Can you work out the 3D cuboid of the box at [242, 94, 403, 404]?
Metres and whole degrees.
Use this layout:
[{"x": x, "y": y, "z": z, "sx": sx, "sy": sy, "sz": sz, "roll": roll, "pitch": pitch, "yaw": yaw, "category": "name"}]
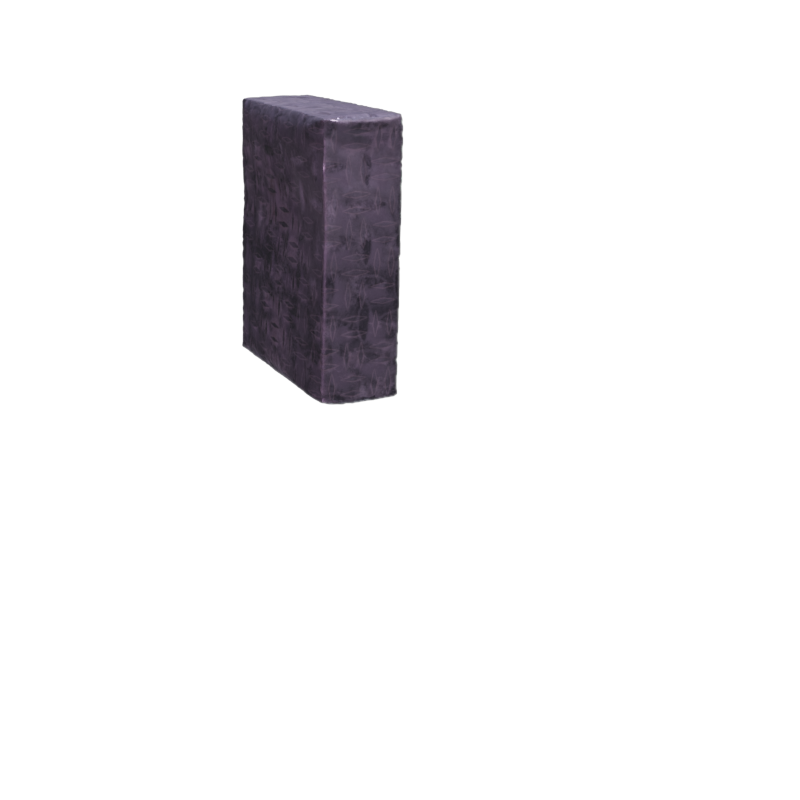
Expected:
[{"x": -0.068, "y": -0.123, "z": 0.863, "sx": 0.070, "sy": 0.207, "sz": 0.174, "roll": -6, "pitch": 17, "yaw": -27, "category": "box"}]
